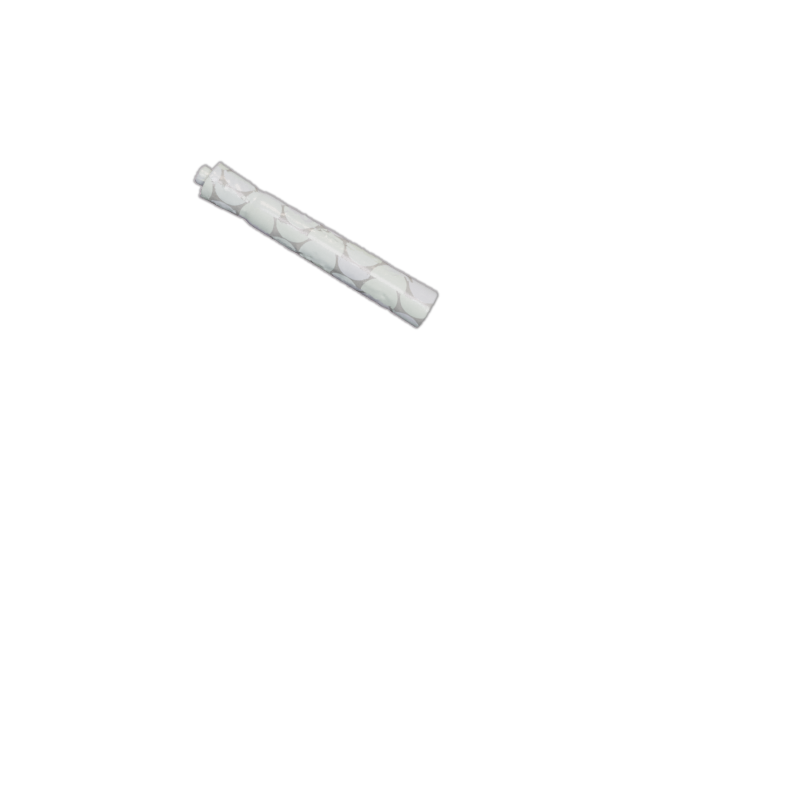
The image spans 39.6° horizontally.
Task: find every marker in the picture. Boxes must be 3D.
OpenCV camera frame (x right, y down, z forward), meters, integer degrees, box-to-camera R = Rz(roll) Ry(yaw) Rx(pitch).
[{"bbox_3d":[-0.039,-0.071,0.499,0.122,0.020,0.020,31,4,3],"label":"marker"}]
